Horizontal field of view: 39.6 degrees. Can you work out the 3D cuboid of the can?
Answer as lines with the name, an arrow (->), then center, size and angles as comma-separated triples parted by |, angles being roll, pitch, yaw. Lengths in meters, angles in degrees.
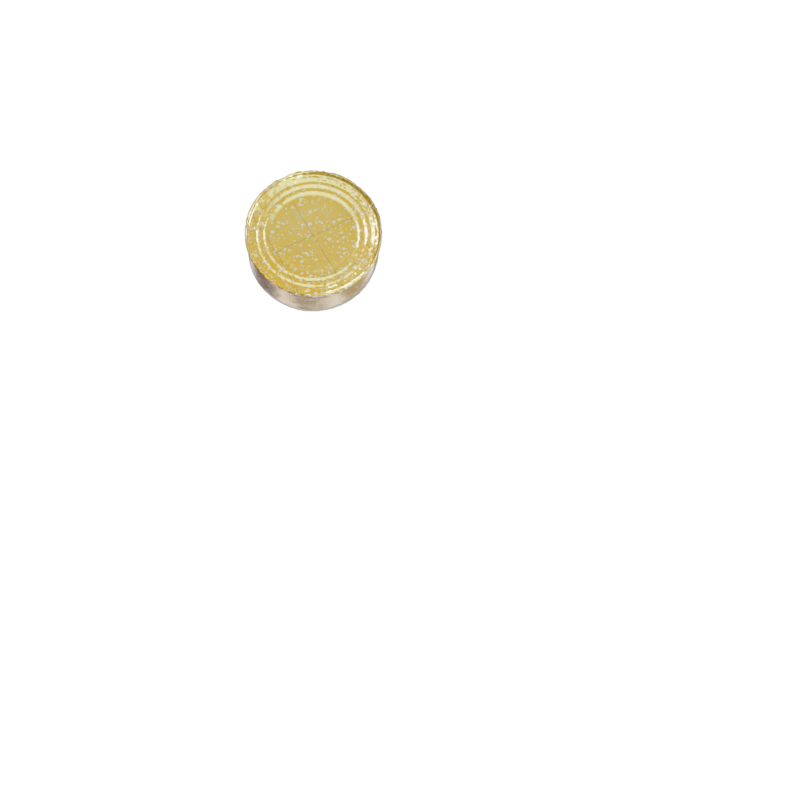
can -> -0.055, -0.101, 0.705 | 0.086, 0.090, 0.032 | -1, -21, -1
